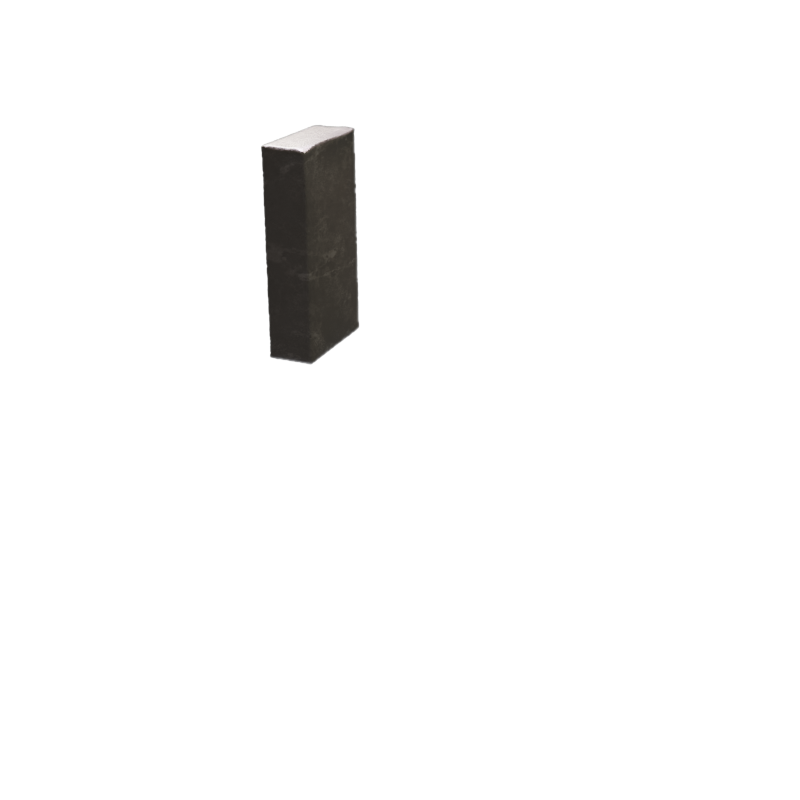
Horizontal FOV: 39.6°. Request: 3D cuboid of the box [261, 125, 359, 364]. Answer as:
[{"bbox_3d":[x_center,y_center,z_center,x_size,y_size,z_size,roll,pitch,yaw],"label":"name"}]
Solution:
[{"bbox_3d":[-0.070,-0.129,0.901,0.050,0.169,0.094,9,22,22],"label":"box"}]
